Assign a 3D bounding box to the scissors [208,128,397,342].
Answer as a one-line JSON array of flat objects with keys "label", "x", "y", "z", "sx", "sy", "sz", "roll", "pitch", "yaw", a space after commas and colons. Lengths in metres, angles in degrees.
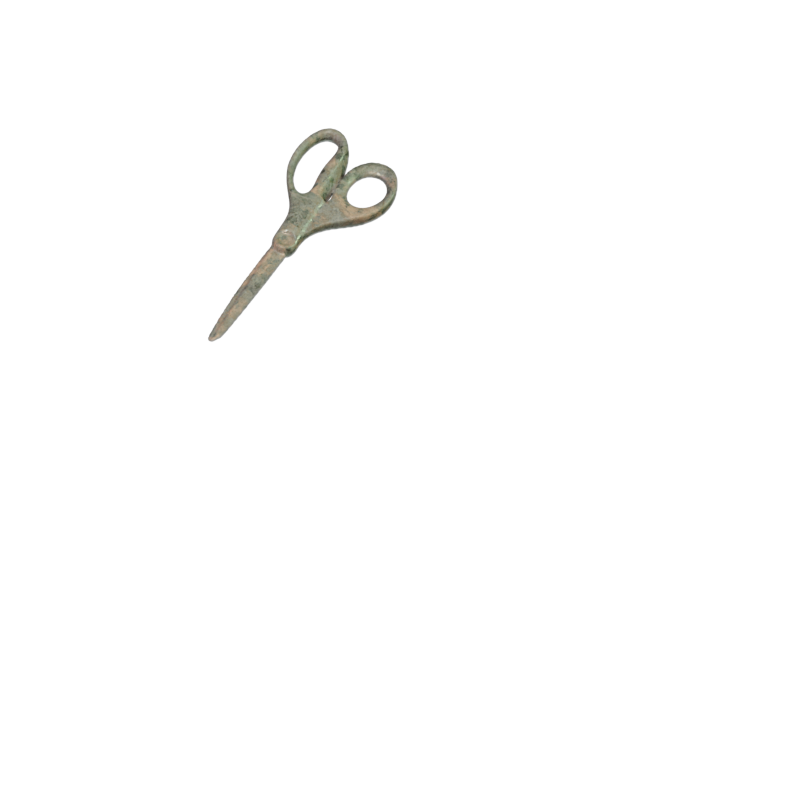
[{"label": "scissors", "x": -0.065, "y": -0.119, "z": 0.830, "sx": 0.098, "sy": 0.211, "sz": 0.015, "roll": 13, "pitch": -28, "yaw": 7}]
